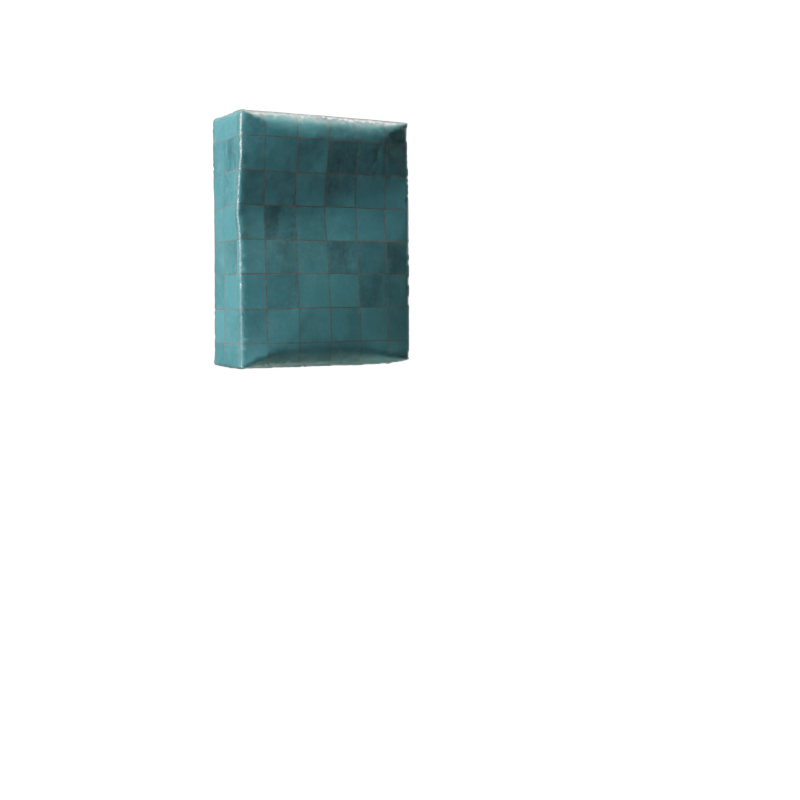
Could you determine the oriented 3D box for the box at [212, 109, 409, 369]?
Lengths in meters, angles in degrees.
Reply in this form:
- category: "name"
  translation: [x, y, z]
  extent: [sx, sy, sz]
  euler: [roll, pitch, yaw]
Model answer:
- category: "box"
  translation: [-0.075, -0.137, 0.958]
  extent: [0.159, 0.215, 0.074]
  euler: [0, -1, -28]
